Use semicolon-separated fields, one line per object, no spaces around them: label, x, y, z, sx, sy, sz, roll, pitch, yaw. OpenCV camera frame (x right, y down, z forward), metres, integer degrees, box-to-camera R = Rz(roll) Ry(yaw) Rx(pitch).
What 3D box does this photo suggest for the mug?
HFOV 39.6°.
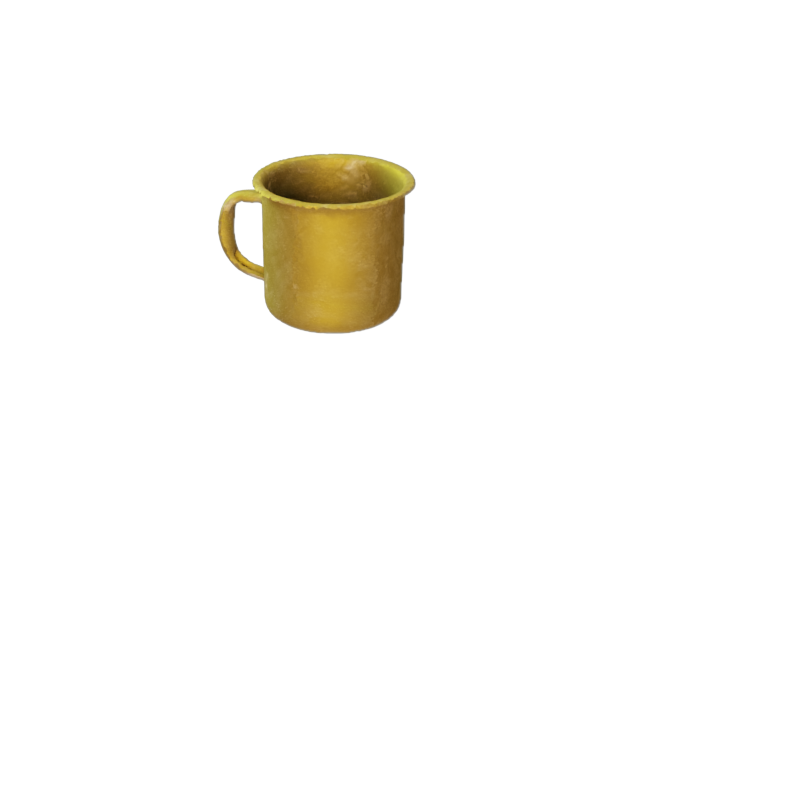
mug;-0.051;-0.093;0.648;0.119;0.077;0.097;6;27;11
